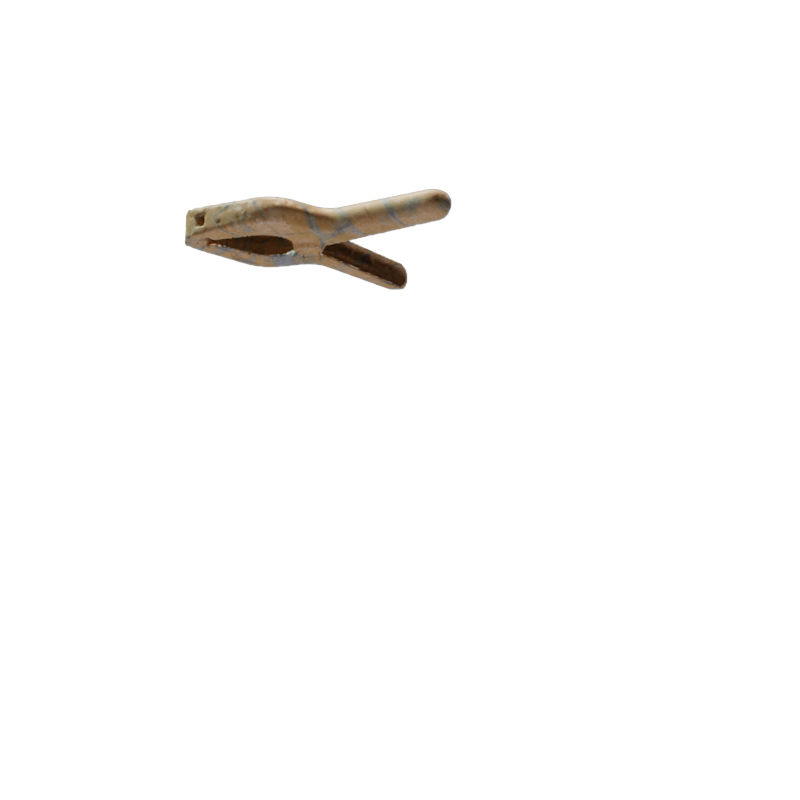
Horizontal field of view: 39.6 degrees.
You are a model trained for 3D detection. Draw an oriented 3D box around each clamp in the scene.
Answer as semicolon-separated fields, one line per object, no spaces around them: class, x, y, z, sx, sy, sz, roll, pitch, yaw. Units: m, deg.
clamp;-0.072;-0.132;0.925;0.209;0.038;0.157;1;-19;-3
